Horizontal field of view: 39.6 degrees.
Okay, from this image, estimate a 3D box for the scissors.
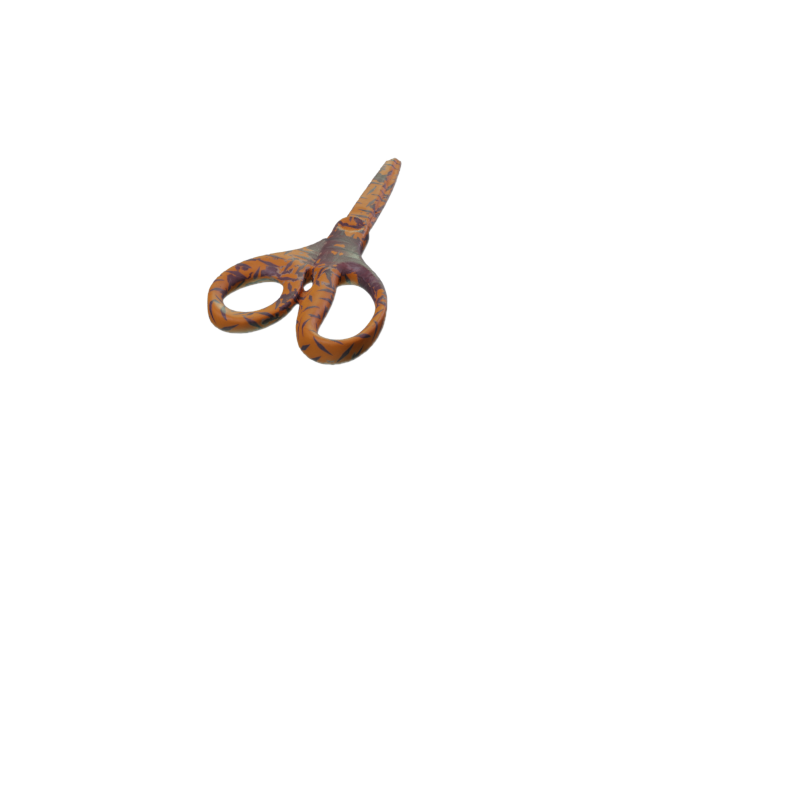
[{"bbox_3d":[-0.046,-0.084,0.587,0.096,0.015,0.215,0,36,0],"label":"scissors"}]
